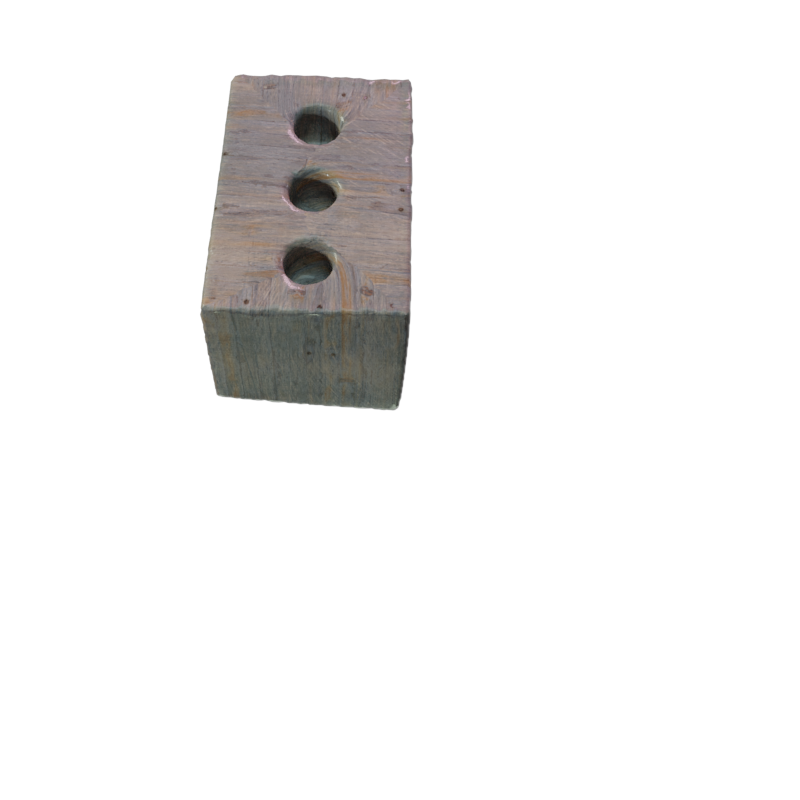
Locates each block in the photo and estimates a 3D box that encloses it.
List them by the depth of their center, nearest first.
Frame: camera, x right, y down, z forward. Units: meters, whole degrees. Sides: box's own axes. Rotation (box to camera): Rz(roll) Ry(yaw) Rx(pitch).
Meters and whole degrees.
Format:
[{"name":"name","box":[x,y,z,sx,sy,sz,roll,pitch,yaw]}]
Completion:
[{"name":"block","box":[-0.024,-0.044,0.309,0.053,0.083,0.048,2,-30,-1]}]
